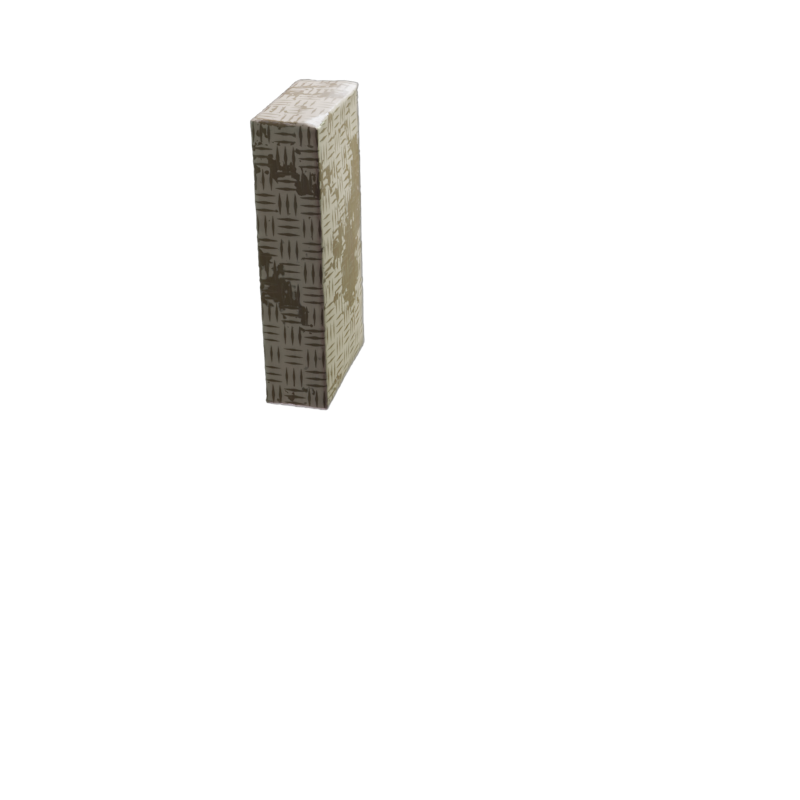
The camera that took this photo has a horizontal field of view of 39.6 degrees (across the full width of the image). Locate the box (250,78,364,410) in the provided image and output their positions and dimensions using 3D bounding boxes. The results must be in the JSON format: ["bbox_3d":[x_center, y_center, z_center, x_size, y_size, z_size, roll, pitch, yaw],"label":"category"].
[{"bbox_3d":[-0.051,-0.094,0.661,0.049,0.167,0.097,7,27,11],"label":"box"}]
